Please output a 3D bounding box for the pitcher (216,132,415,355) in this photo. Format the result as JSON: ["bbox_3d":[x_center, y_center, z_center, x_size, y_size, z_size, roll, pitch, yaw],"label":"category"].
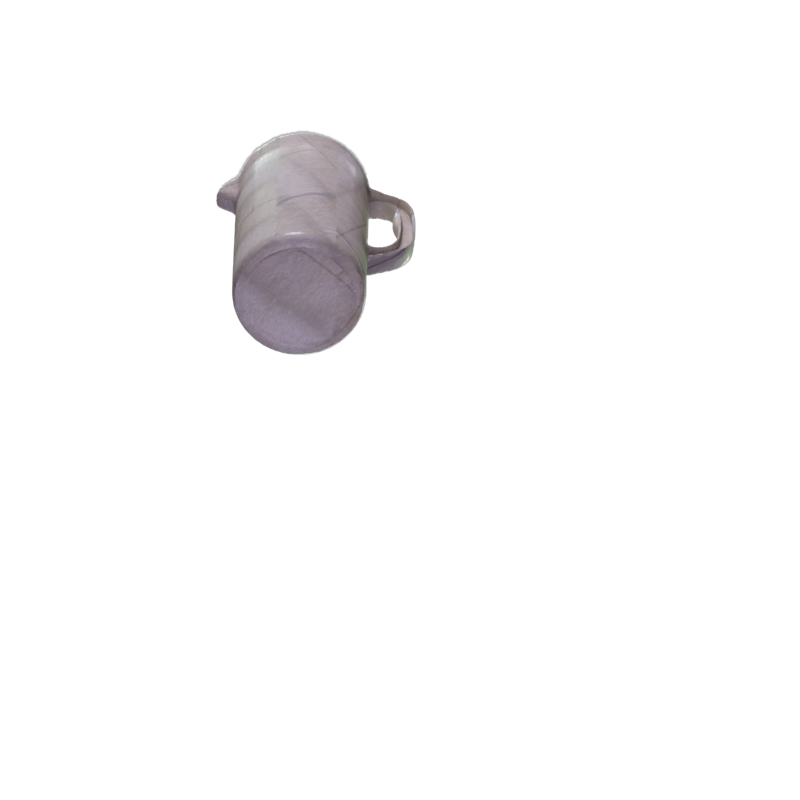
[{"bbox_3d":[-0.077,-0.141,0.987,0.148,0.138,0.257,-36,24,15],"label":"pitcher"}]
